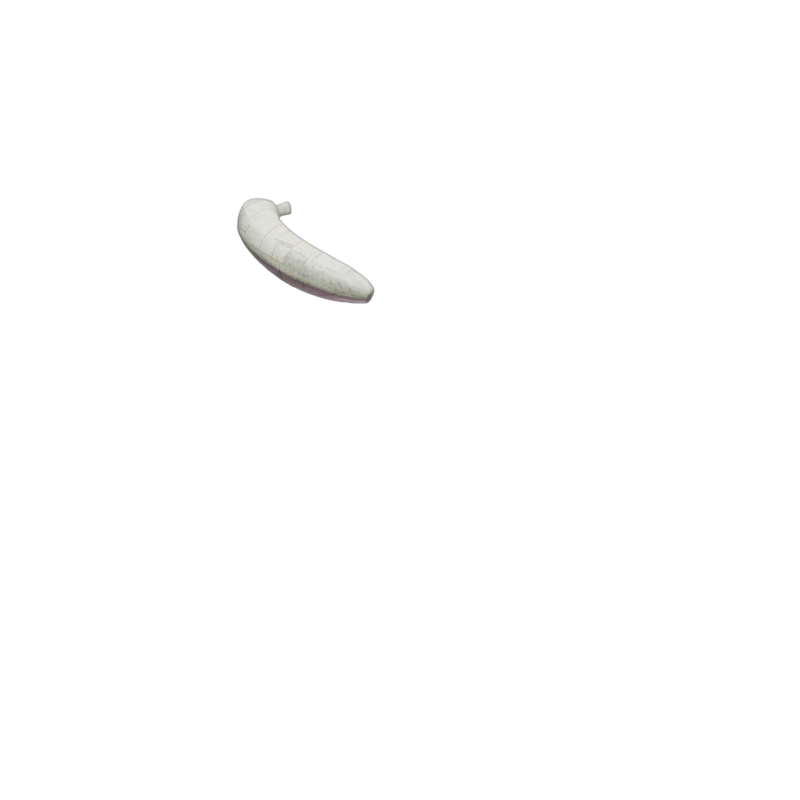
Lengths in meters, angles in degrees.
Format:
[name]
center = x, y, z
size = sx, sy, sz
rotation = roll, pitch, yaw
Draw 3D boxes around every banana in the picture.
[banana]
center = -0.090, -0.128, 0.905
size = 0.068, 0.035, 0.213
rotation = -12, 34, -20
